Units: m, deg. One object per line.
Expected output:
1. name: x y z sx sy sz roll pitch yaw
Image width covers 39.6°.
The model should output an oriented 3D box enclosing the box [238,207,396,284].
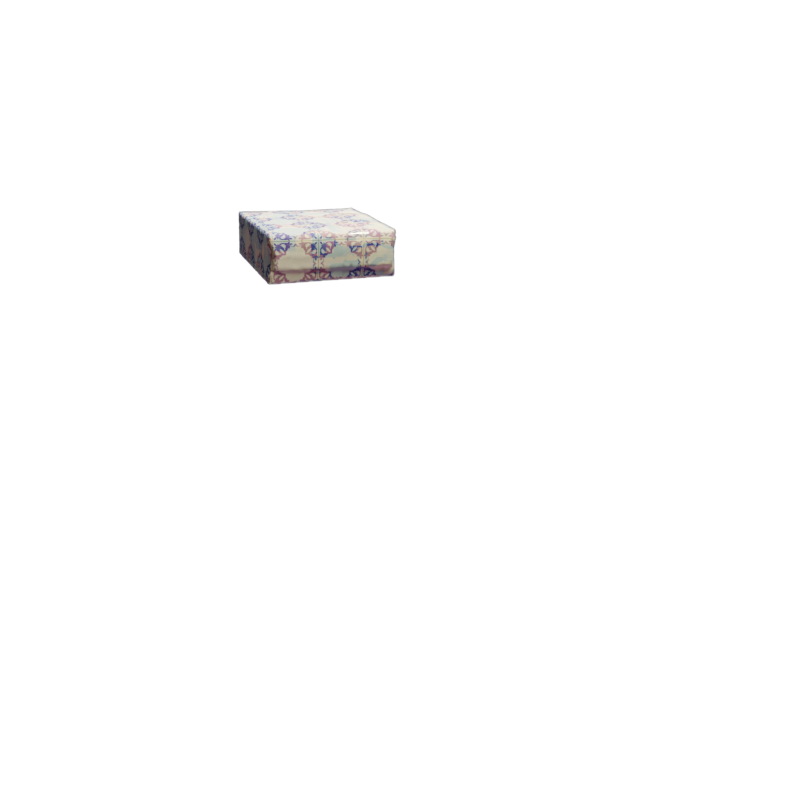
1. box: -0.050 -0.092 0.642 0.072 0.029 0.094 -5 18 -16
